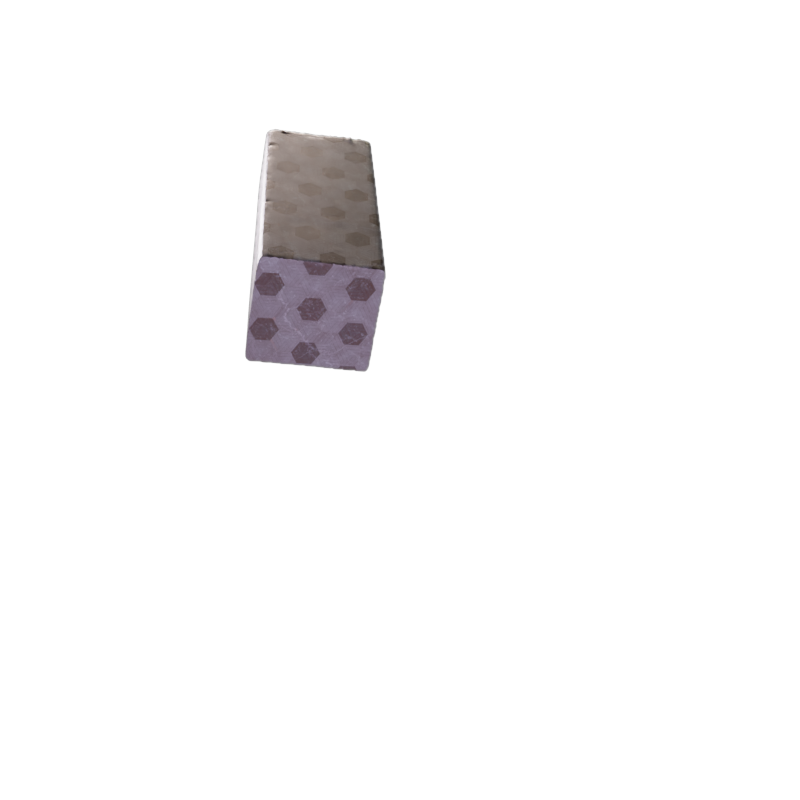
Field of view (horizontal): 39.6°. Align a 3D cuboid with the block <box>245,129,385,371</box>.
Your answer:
[{"bbox_3d":[-0.067,-0.123,0.860,0.090,0.085,0.220,5,35,-8],"label":"block"}]
